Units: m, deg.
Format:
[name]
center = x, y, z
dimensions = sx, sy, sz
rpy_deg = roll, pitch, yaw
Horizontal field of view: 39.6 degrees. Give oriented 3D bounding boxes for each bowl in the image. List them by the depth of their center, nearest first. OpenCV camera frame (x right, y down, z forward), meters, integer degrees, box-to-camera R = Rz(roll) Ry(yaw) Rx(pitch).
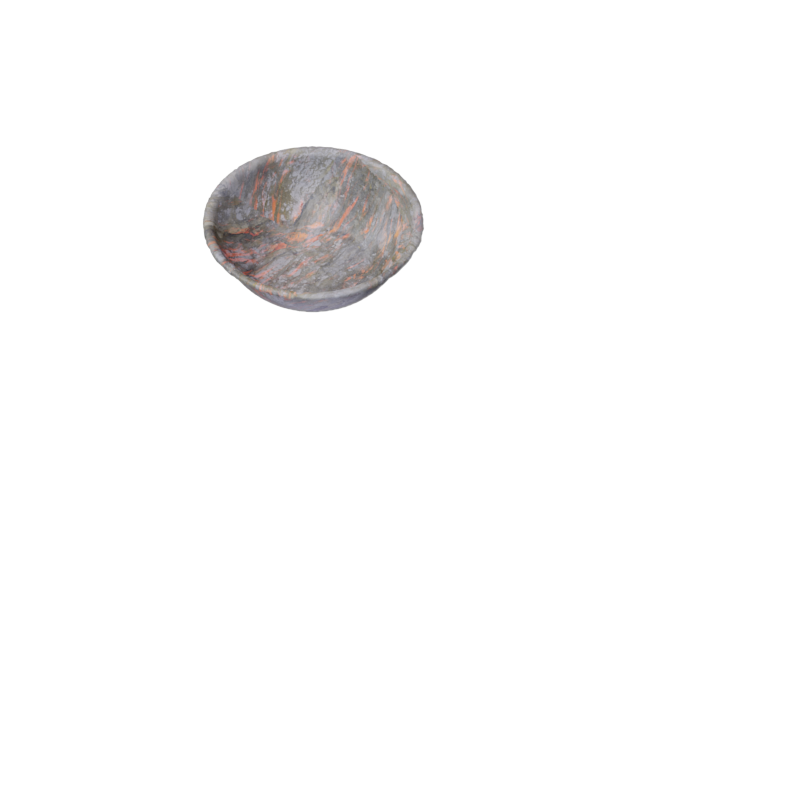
[bowl]
center = -0.065, -0.118, 0.828
dimensions = 0.162, 0.174, 0.051
rpy_deg = -1, -41, -1
